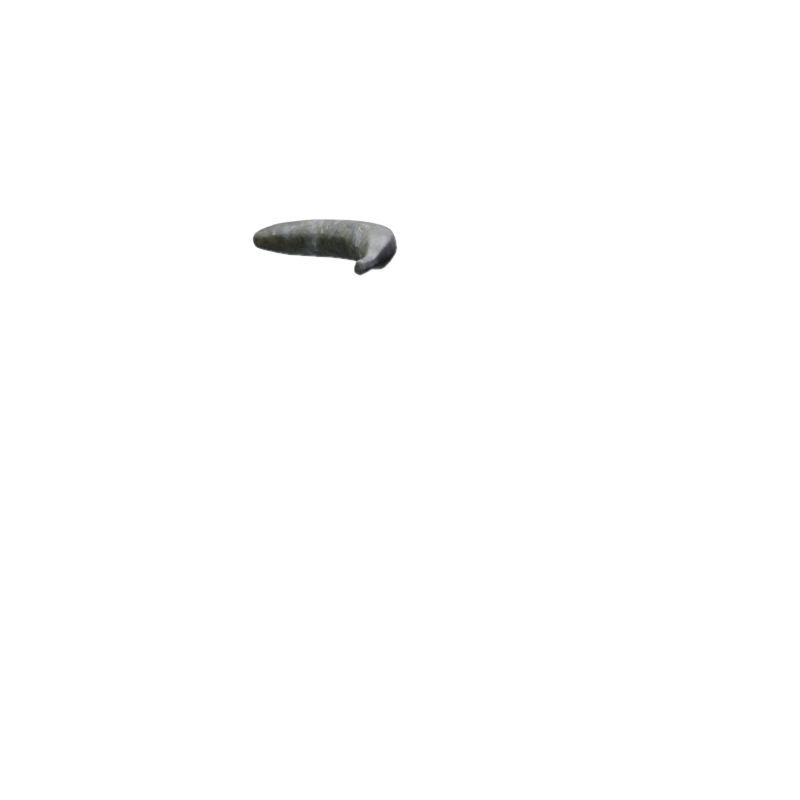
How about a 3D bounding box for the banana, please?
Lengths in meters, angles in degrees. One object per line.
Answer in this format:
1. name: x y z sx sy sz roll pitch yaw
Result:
1. banana: -0.058 -0.140 0.977 0.068 0.036 0.208 -7 15 -31
